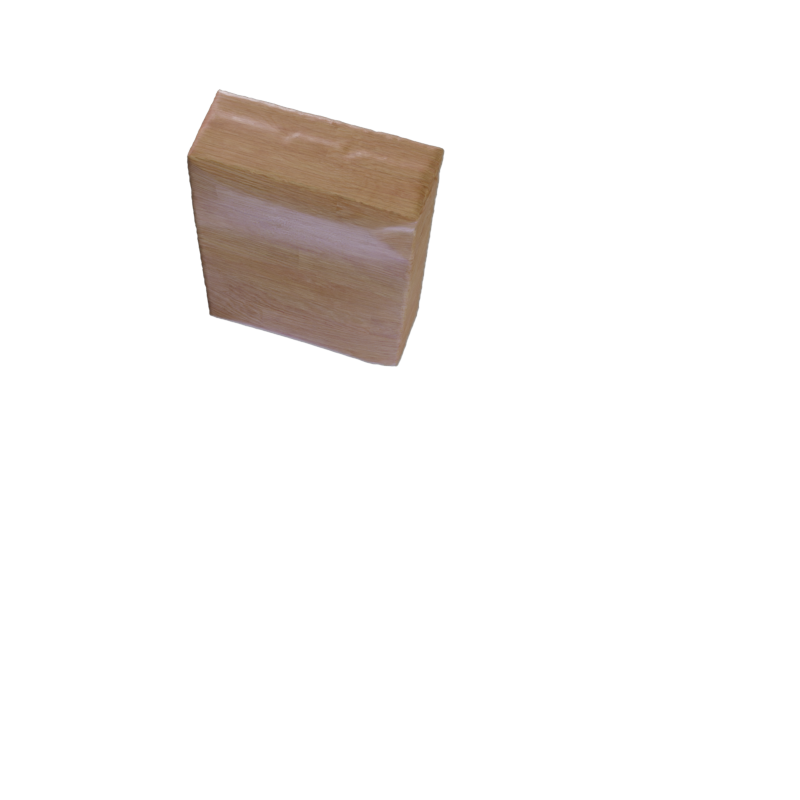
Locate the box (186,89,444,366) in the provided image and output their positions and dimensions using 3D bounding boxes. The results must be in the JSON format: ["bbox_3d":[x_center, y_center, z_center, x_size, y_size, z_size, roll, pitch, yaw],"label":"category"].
[{"bbox_3d":[-0.064,-0.117,0.818,0.167,0.075,0.201,17,-27,7],"label":"box"}]
